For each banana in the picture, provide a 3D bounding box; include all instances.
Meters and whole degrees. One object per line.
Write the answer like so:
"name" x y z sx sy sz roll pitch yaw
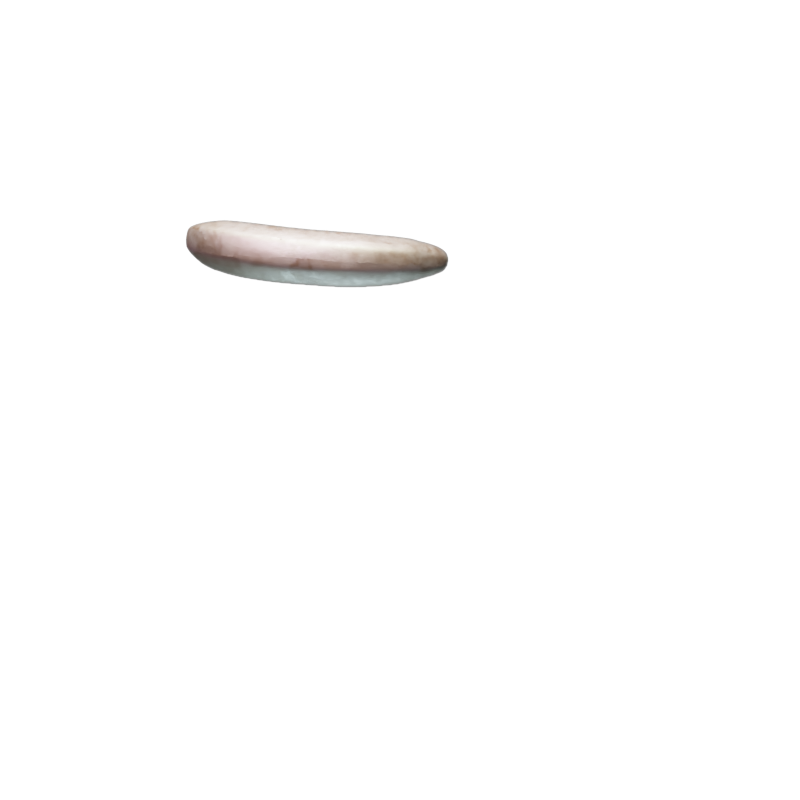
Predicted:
"banana" -0.070 -0.103 0.761 0.204 0.035 0.071 10 26 19
